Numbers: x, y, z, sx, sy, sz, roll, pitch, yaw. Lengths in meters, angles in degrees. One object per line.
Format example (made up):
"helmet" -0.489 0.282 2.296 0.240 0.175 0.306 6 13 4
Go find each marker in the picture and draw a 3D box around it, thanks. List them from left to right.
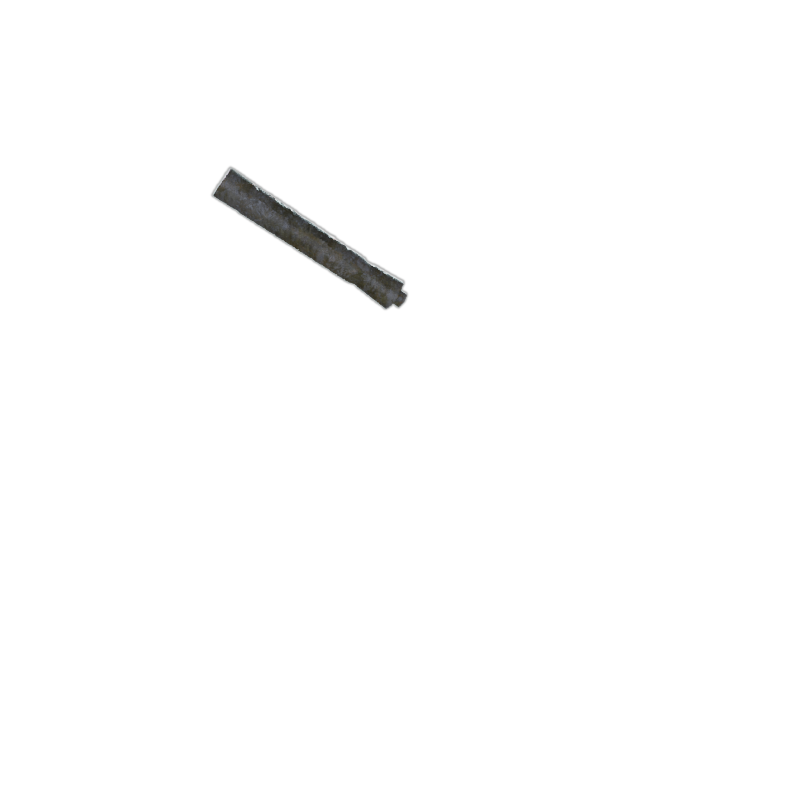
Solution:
"marker" -0.048 -0.087 0.610 0.119 0.020 0.020 33 -2 -6
